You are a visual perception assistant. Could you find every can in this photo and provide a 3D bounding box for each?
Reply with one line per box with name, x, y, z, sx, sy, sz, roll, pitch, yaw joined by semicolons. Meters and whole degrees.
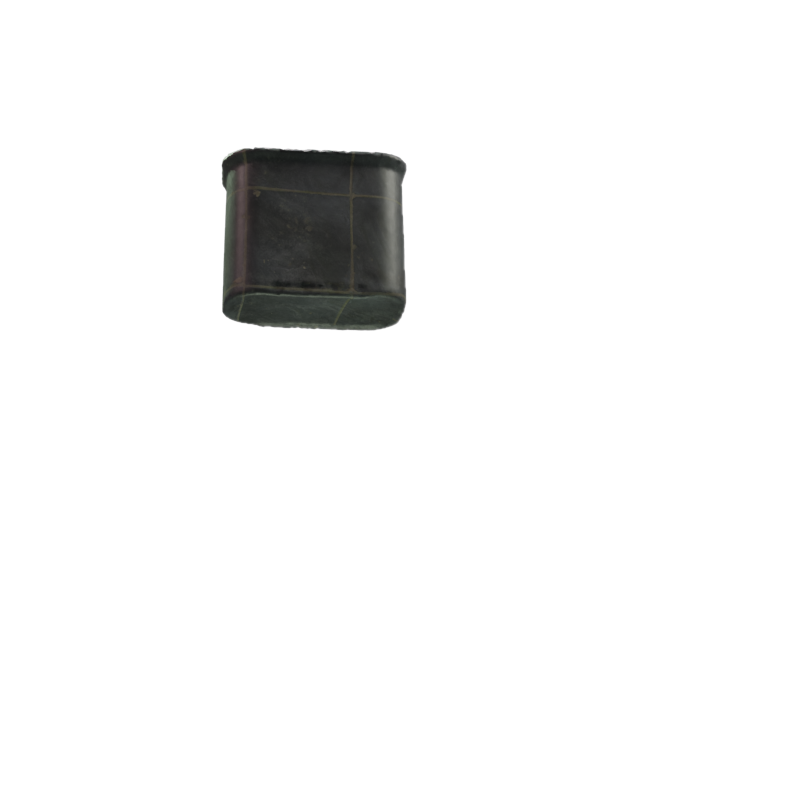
can;-0.047;-0.086;0.602;0.101;0.088;0.055;1;-21;-6
